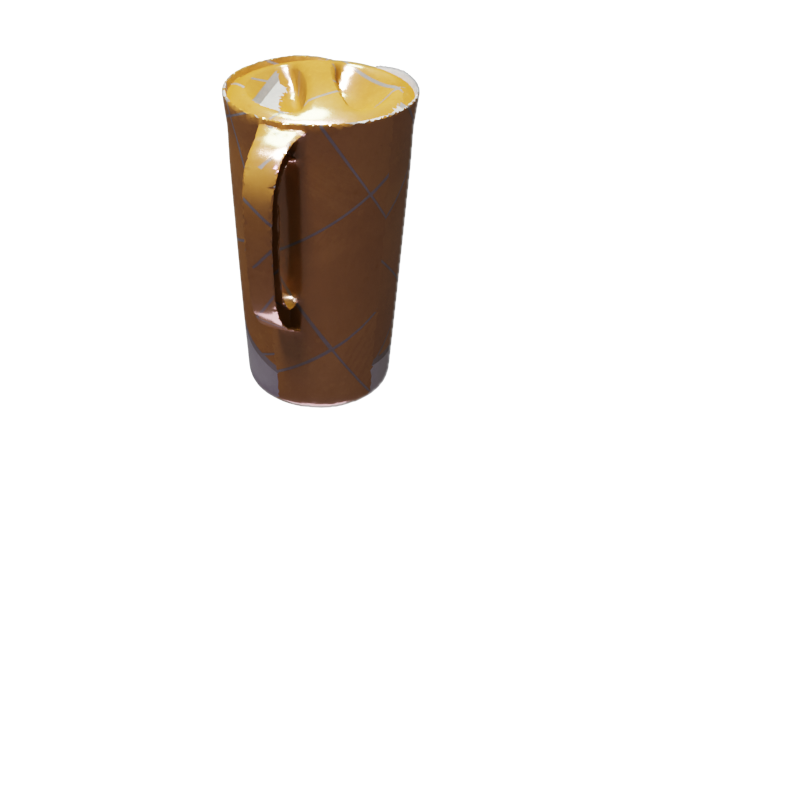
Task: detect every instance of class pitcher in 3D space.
[{"bbox_3d":[-0.062,-0.114,0.796,0.147,0.228,0.156,-13,35,-23],"label":"pitcher"}]
